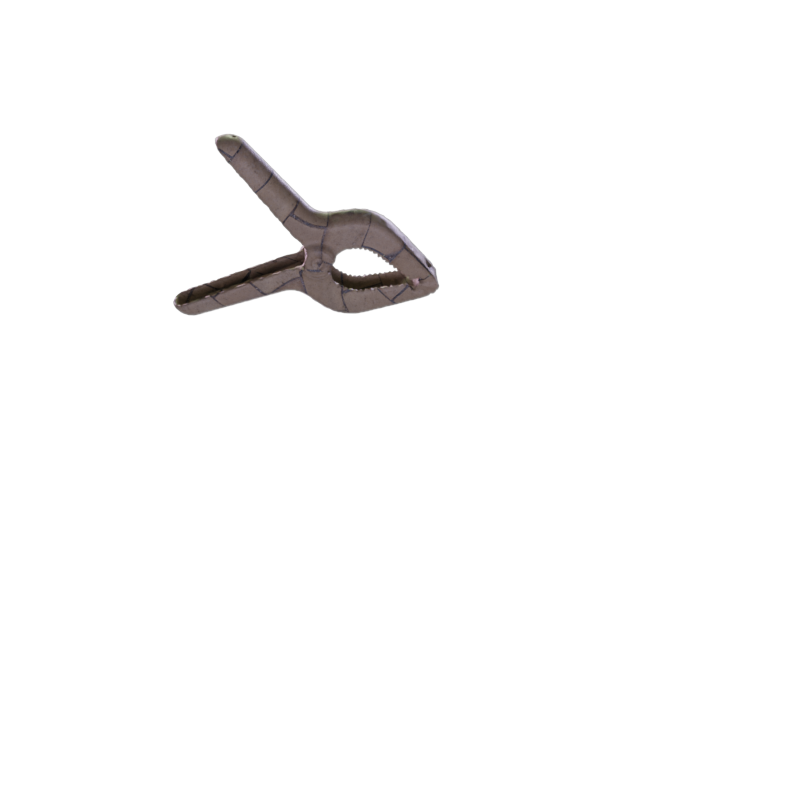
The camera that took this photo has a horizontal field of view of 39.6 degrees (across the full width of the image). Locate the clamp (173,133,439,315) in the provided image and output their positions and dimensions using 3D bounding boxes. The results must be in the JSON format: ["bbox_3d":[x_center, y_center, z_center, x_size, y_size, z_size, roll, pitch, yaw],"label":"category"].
[{"bbox_3d":[-0.069,-0.126,0.881,0.208,0.155,0.039,8,34,-5],"label":"clamp"}]
